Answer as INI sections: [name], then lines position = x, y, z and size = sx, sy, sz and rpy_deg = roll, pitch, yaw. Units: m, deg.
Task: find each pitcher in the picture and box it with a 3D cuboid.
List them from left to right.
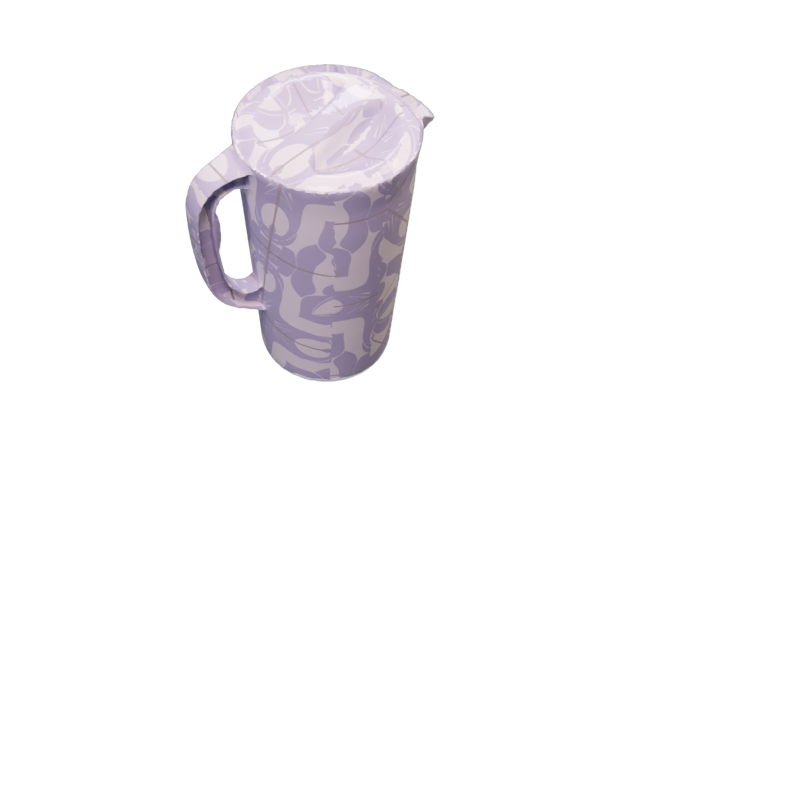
[pitcher]
position = -0.066, -0.120, 0.842
size = 0.152, 0.153, 0.227
rpy_deg = 14, -38, 8
